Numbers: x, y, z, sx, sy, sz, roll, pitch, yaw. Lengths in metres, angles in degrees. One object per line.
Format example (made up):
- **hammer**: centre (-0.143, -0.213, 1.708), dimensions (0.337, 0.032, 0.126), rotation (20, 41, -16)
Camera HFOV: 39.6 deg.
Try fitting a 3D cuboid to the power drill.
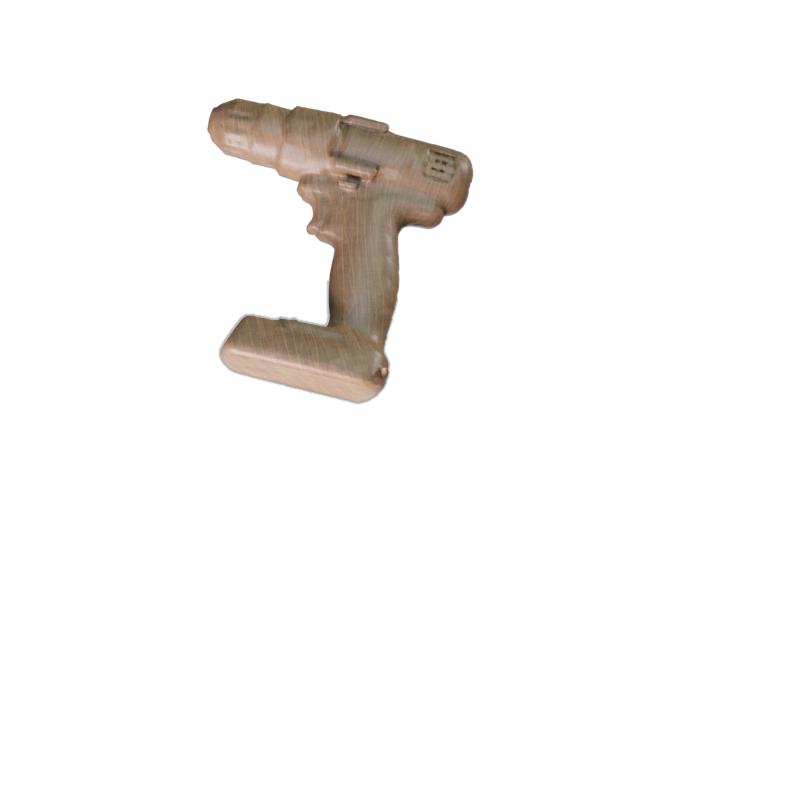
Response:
- **power drill**: centre (-0.057, -0.104, 0.731), dimensions (0.186, 0.195, 0.055), rotation (13, -19, 4)
